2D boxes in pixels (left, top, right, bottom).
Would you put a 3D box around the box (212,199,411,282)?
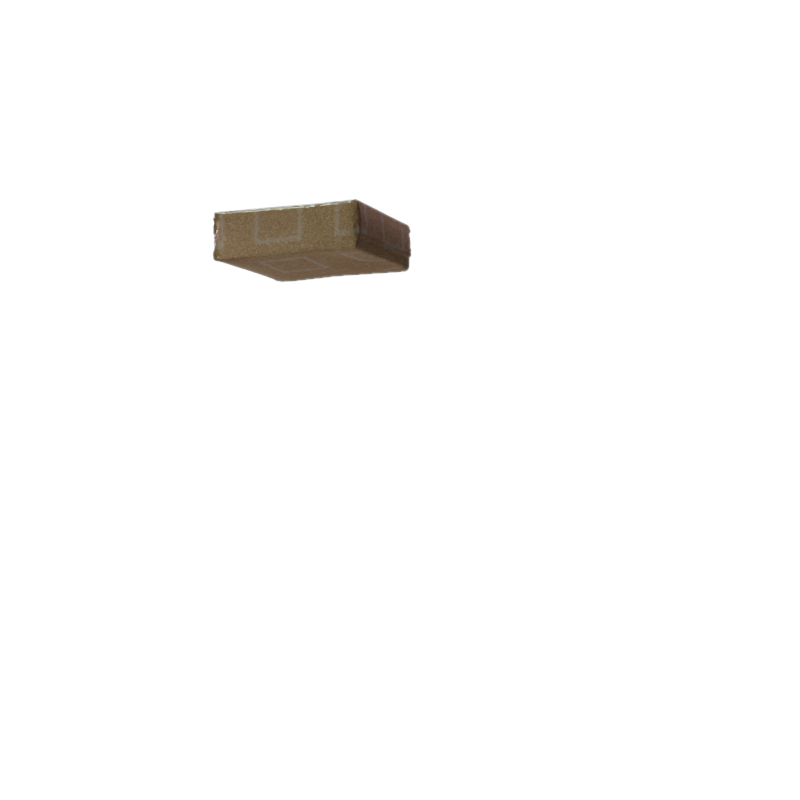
[{"bbox_3d":[-0.061,-0.110,0.774,0.116,0.040,0.085,-3,-7,25],"label":"box"}]
